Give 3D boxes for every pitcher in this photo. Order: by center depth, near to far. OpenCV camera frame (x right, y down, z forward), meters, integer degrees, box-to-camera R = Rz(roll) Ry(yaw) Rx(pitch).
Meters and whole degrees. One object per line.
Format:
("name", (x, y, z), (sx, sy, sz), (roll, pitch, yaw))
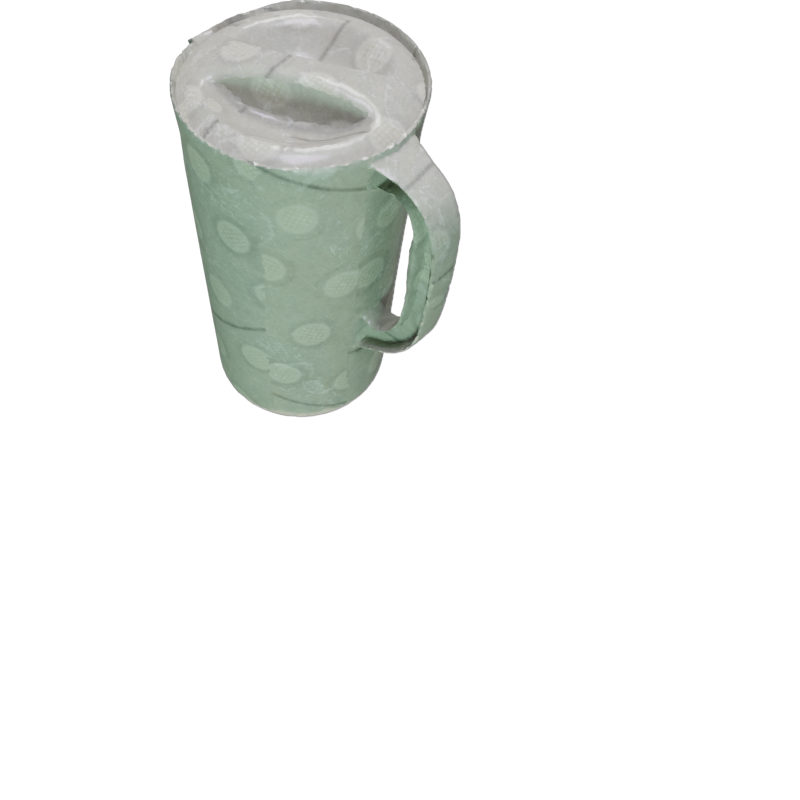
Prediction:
("pitcher", (-0.050, -0.091, 0.639), (0.145, 0.160, 0.227), (0, -38, -3))
